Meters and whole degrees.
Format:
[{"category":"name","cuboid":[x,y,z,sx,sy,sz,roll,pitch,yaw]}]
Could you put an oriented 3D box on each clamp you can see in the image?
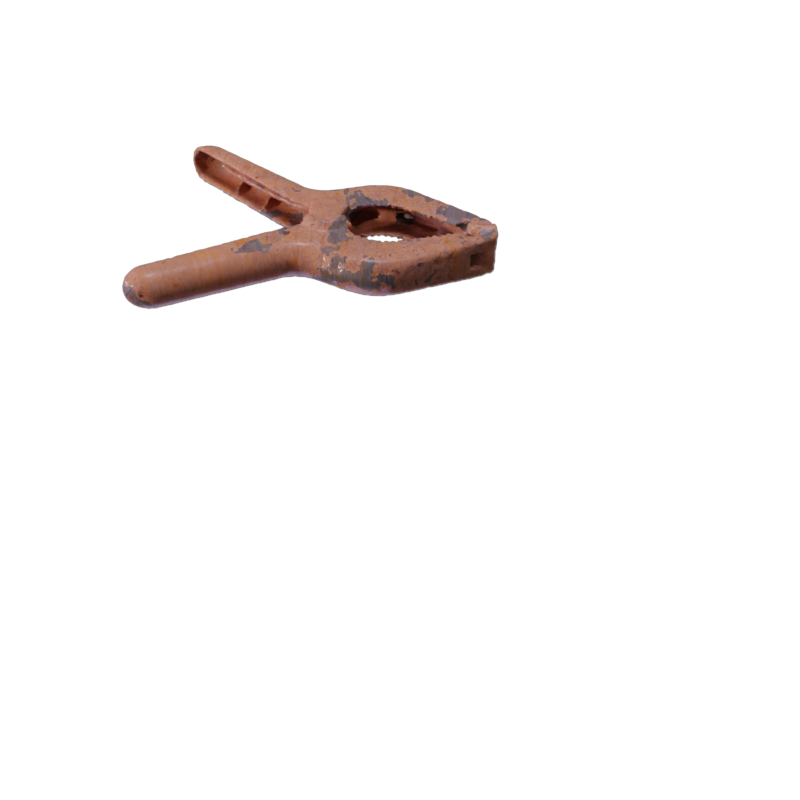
[{"category":"clamp","cuboid":[-0.051,-0.093,0.654,0.215,0.034,0.172,10,40,12]}]
